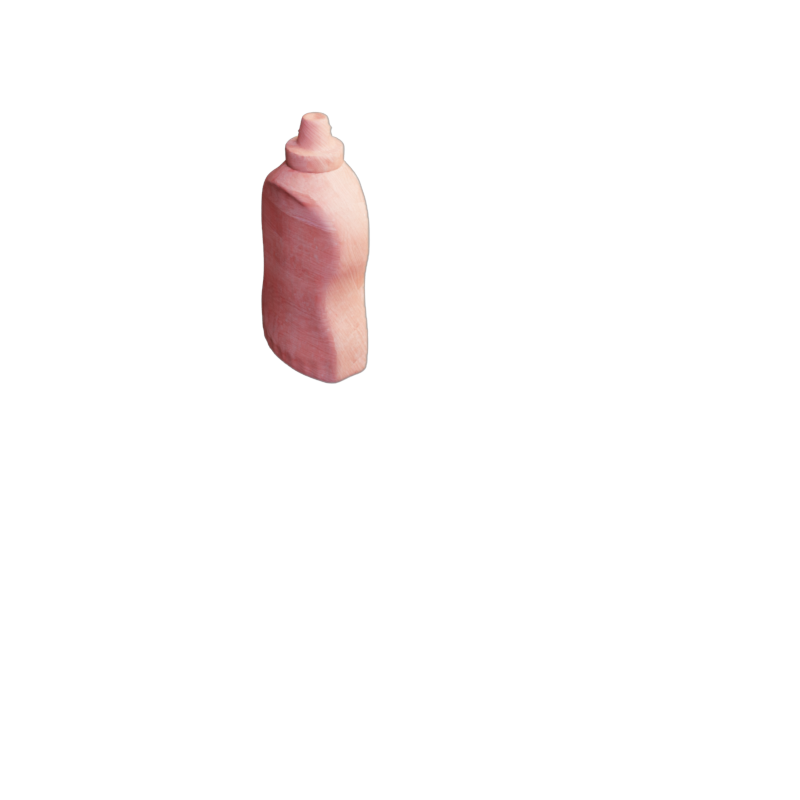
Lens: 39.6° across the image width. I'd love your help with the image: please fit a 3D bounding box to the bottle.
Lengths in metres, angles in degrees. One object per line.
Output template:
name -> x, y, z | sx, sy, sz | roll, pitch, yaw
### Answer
bottle -> -0.062, -0.113, 0.791 | 0.058, 0.180, 0.103 | -19, 37, -31
